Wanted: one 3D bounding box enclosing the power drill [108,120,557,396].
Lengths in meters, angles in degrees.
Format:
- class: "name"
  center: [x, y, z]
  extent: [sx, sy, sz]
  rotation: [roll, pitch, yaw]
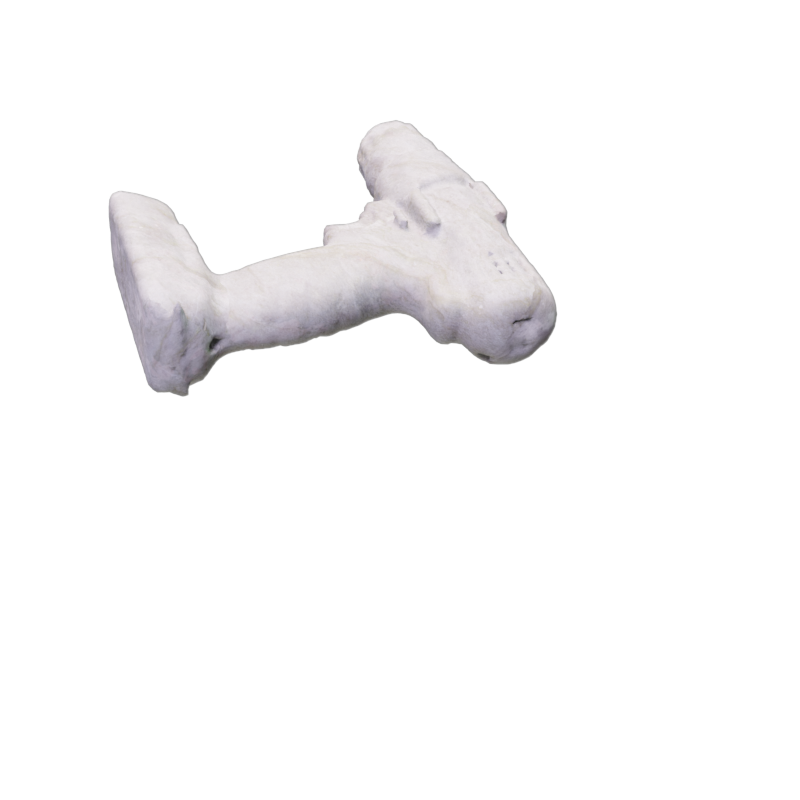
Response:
- class: "power drill"
  center: [-0.042, -0.077, 0.537]
  extent: [0.185, 0.054, 0.200]
  rotation: [-12, 39, -15]
